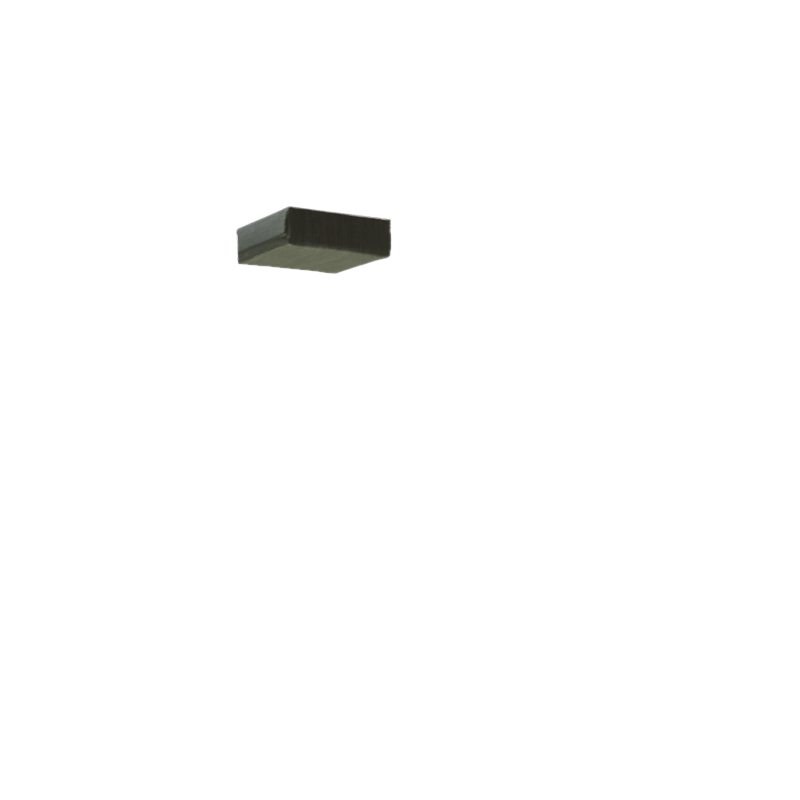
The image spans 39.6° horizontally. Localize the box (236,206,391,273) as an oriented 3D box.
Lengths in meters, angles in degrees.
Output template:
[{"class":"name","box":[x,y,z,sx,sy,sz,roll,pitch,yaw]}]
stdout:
[{"class":"box","box":[-0.078,-0.142,0.996,0.109,0.040,0.092,4,-8,-35]}]
